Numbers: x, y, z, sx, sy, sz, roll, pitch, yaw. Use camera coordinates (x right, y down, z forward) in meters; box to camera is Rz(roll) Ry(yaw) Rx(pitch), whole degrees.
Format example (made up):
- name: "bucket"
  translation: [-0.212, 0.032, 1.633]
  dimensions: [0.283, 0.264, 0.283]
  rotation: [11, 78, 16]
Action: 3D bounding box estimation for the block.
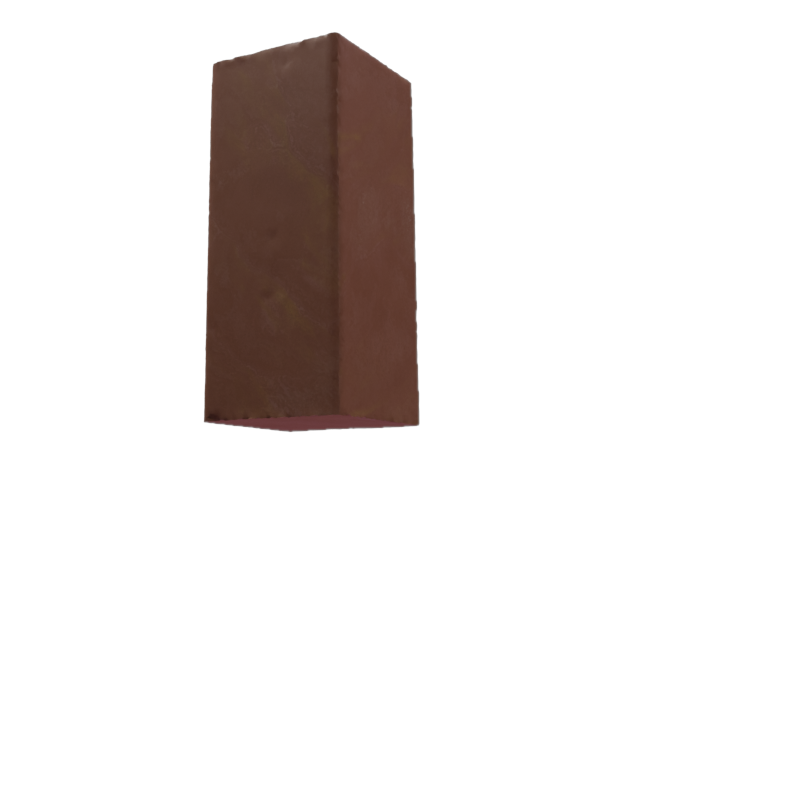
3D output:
- name: "block"
  translation: [-0.050, -0.090, 0.633]
  dimensions: [0.092, 0.213, 0.086]
  rotation: [-8, -14, 29]
